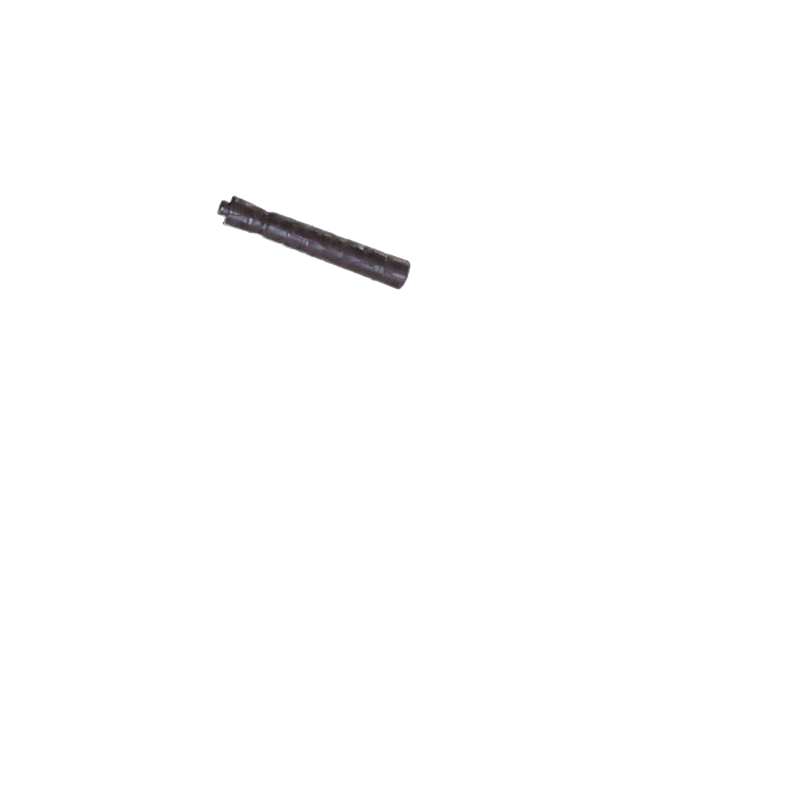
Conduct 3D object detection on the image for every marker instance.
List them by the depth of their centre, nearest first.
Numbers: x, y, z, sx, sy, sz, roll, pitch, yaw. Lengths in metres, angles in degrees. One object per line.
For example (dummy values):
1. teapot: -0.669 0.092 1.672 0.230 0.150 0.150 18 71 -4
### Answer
1. marker: -0.052 -0.095 0.668 0.118 0.020 0.020 19 0 -10
